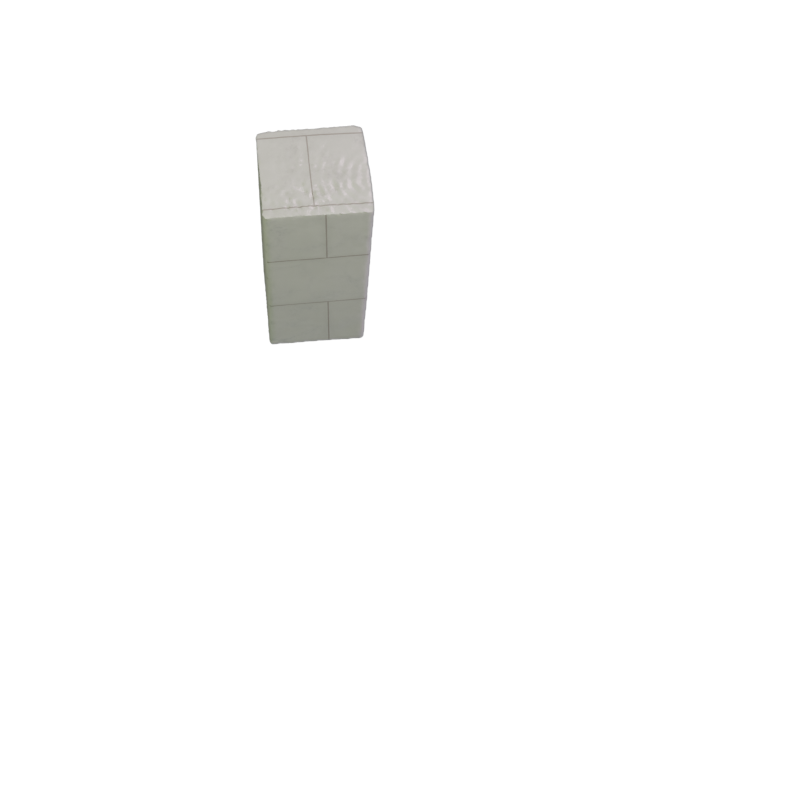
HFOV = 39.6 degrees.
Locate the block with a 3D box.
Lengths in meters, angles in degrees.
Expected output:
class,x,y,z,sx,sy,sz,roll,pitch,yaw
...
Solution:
class,x,y,z,sx,sy,sz,roll,pitch,yaw
block,-0.076,-0.140,0.975,0.090,0.096,0.194,-4,-28,-6
